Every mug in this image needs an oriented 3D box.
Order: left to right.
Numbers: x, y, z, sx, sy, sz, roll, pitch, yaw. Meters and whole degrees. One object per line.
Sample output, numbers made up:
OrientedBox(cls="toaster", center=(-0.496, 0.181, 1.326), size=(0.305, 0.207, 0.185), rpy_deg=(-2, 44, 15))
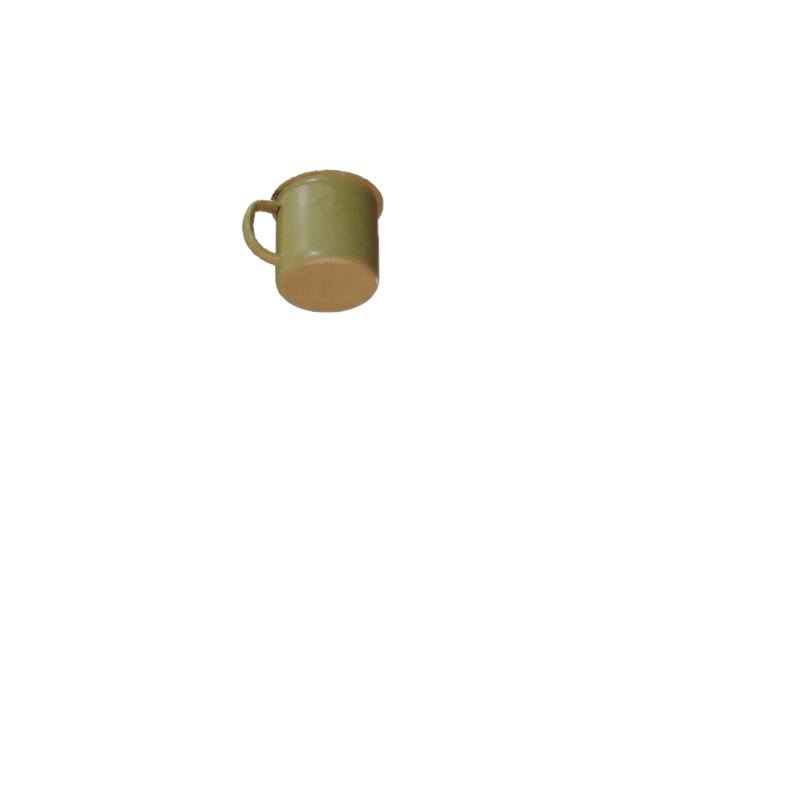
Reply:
OrientedBox(cls="mug", center=(-0.069, -0.125, 0.876), size=(0.113, 0.087, 0.091), rpy_deg=(13, -34, -22))
